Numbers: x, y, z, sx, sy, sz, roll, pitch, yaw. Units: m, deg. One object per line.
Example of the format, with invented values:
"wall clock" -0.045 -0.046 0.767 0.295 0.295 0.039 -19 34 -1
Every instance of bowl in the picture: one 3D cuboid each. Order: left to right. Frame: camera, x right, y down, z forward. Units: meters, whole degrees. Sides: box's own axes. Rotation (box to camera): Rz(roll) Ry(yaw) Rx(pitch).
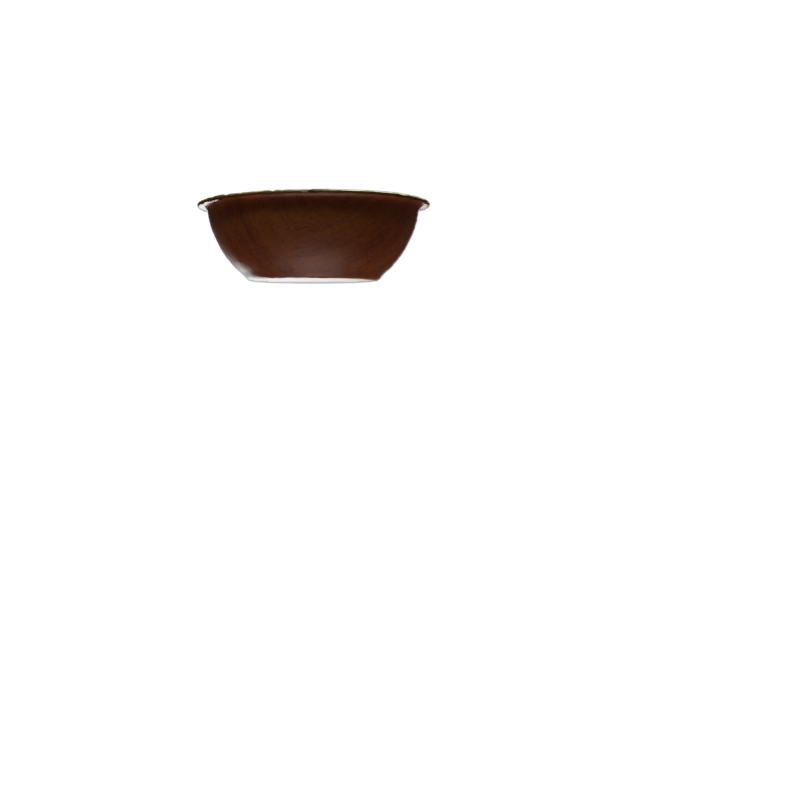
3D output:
"bowl" -0.060 -0.110 0.770 0.162 0.055 0.162 0 3 -2
